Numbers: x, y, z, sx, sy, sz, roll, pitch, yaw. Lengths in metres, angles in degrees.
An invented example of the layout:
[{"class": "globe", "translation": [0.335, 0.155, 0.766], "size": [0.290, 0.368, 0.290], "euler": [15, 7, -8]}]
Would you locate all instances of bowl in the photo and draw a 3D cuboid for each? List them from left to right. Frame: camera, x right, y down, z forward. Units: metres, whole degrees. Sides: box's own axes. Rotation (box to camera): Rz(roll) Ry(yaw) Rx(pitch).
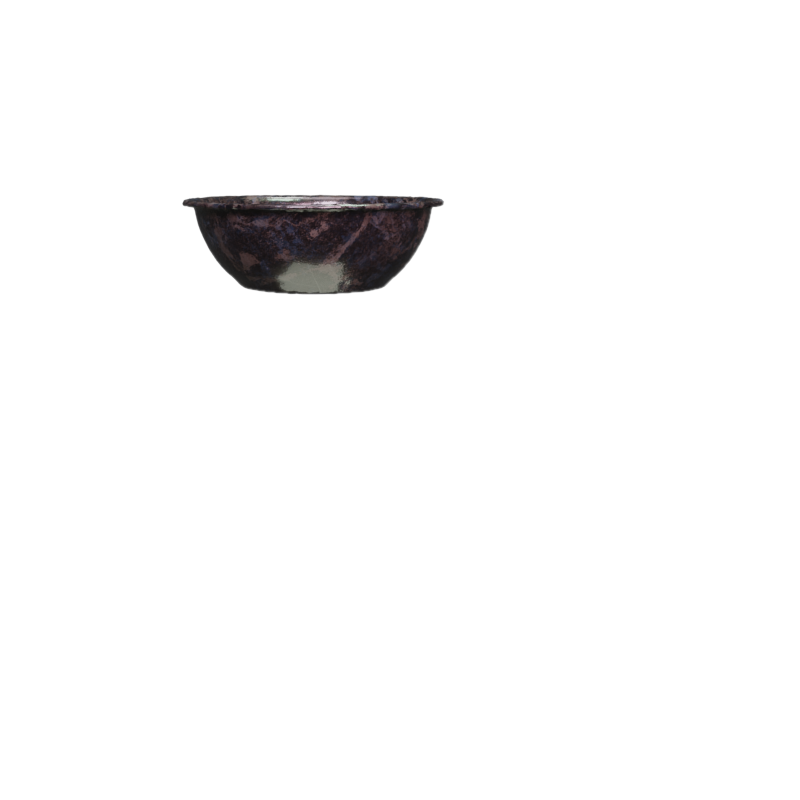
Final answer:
[{"class": "bowl", "translation": [-0.054, -0.099, 0.690], "size": [0.162, 0.054, 0.166], "euler": [0, 12, -2]}]
